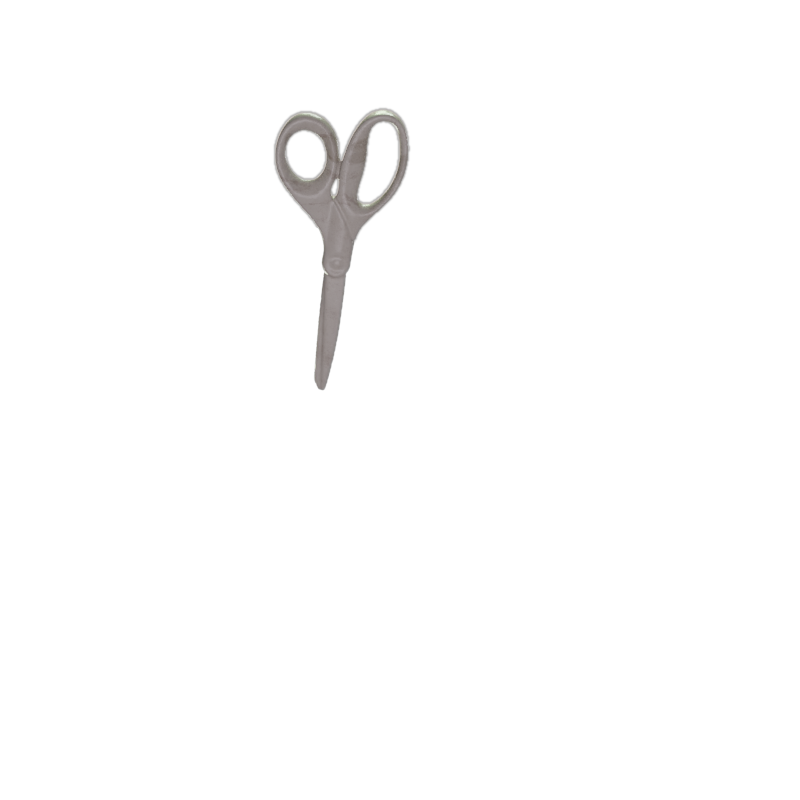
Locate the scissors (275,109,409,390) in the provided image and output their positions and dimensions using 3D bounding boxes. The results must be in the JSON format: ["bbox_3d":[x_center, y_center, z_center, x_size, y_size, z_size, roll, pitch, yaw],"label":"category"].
[{"bbox_3d":[-0.058,-0.107,0.746,0.095,0.196,0.016,22,18,-8],"label":"scissors"}]
